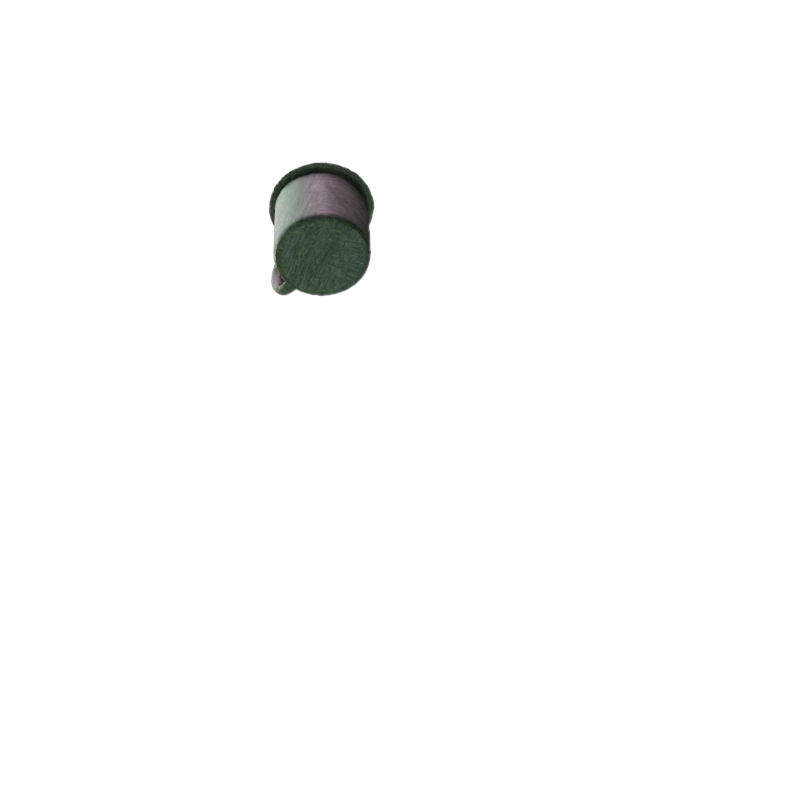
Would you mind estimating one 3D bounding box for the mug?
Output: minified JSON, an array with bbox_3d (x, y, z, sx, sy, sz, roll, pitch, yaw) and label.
[{"bbox_3d":[-0.075,-0.136,0.953,0.089,0.115,0.087,33,30,-24],"label":"mug"}]
